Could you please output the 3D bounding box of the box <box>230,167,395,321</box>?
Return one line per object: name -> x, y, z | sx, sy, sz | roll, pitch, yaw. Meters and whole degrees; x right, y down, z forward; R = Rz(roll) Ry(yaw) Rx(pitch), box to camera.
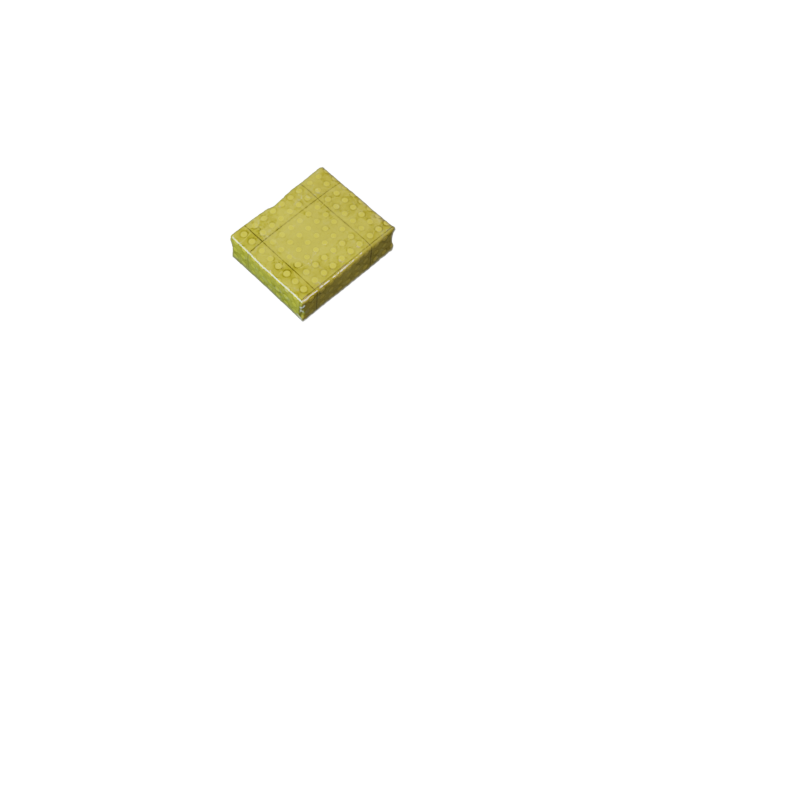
box -> -0.059, -0.108, 0.758 | 0.090, 0.077, 0.028 | -40, -22, -21
